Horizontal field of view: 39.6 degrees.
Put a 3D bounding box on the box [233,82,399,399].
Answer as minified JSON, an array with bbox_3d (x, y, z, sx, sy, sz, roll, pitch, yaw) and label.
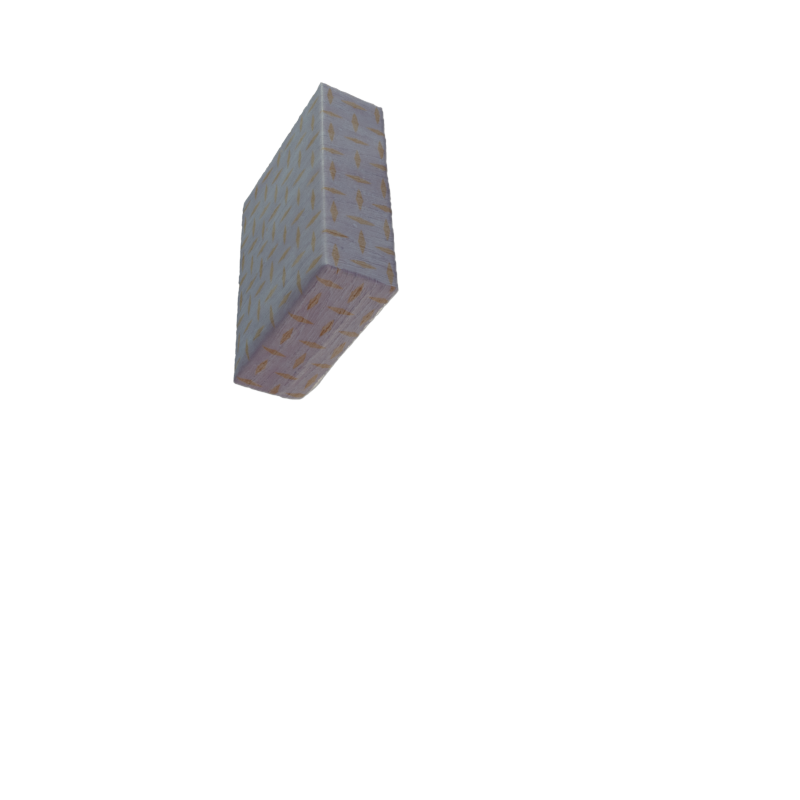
[{"bbox_3d":[-0.073,-0.133,0.929,0.069,0.229,0.159,19,-45,-24],"label":"box"}]
